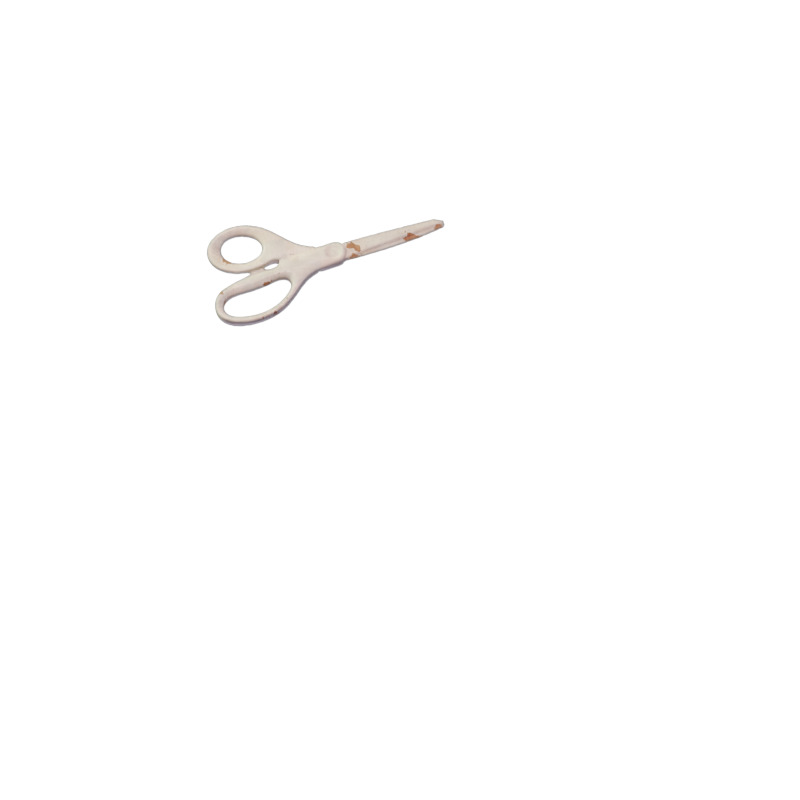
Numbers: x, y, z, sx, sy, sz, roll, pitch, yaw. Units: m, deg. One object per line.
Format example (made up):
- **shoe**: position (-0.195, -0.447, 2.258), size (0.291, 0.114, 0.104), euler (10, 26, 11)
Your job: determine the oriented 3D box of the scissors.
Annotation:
- **scissors**: position (-0.072, -0.131, 0.918), size (0.202, 0.102, 0.015), euler (-32, -22, -15)
